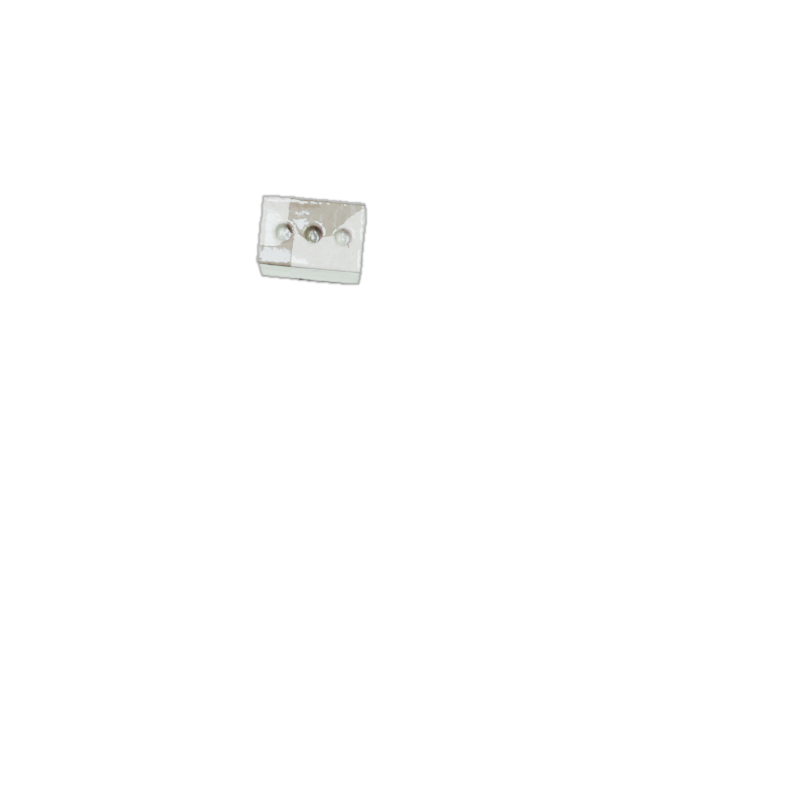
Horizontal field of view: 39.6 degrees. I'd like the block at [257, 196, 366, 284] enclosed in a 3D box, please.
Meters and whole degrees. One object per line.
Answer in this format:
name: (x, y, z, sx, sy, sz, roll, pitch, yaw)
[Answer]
block: (-0.065, -0.119, 0.830, 0.078, 0.054, 0.050, 4, -10, 0)
